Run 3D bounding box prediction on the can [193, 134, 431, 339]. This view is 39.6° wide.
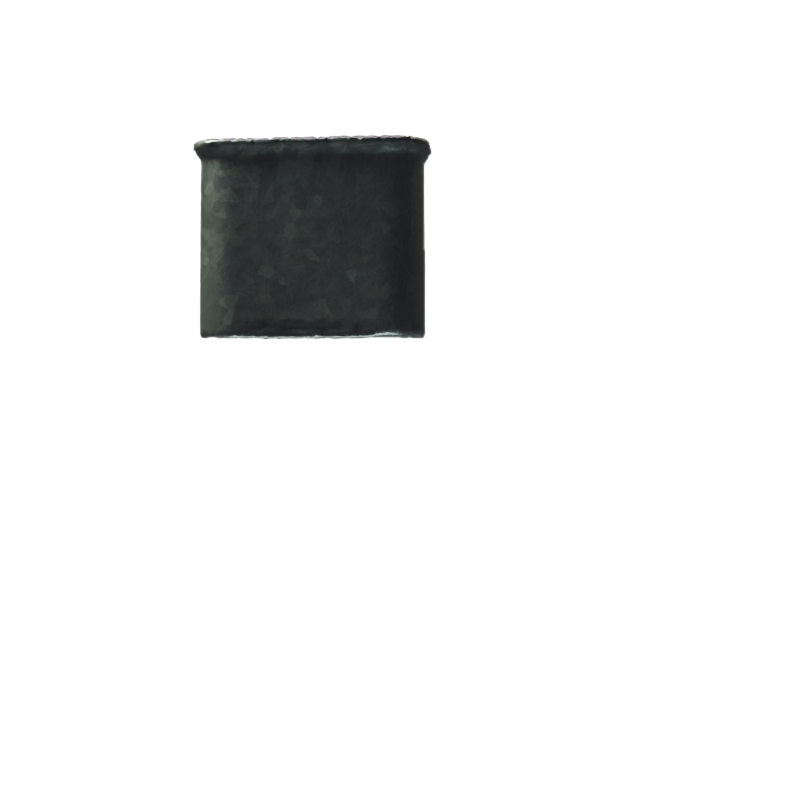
[{"bbox_3d":[-0.038,-0.069,0.481,0.103,0.085,0.057,0,-2,7],"label":"can"}]
